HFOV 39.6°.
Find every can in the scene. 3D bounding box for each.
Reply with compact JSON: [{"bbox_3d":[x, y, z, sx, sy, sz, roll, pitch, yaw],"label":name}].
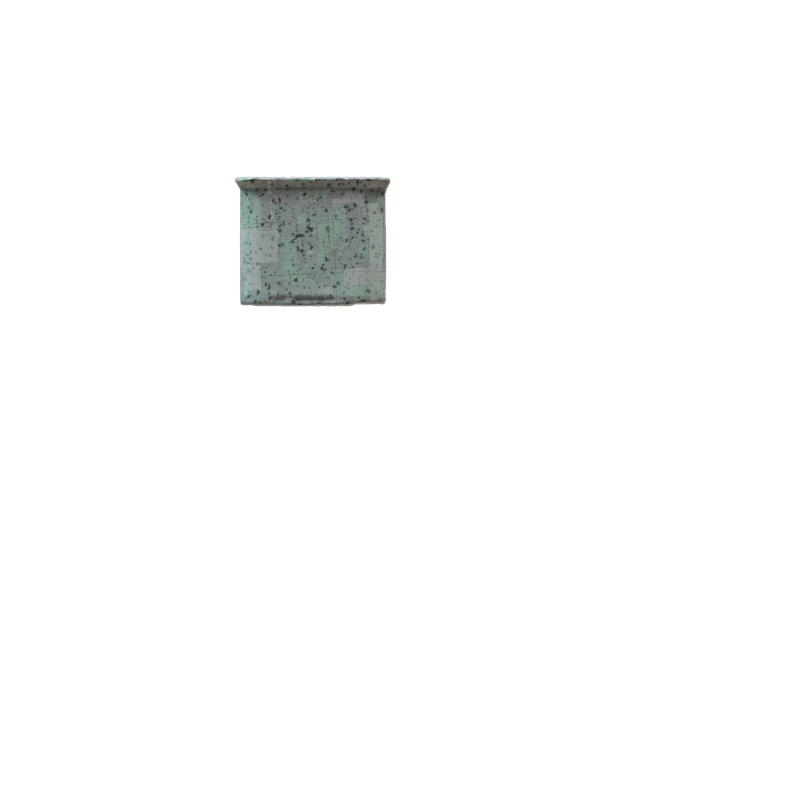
[{"bbox_3d":[-0.057,-0.105,0.736,0.102,0.084,0.057,0,2,3],"label":"can"}]
